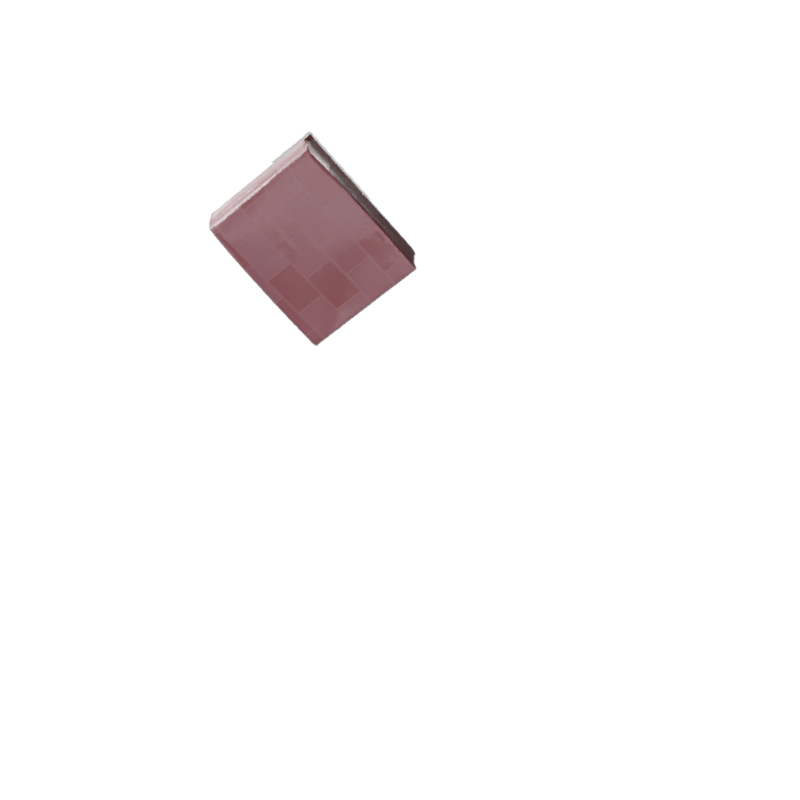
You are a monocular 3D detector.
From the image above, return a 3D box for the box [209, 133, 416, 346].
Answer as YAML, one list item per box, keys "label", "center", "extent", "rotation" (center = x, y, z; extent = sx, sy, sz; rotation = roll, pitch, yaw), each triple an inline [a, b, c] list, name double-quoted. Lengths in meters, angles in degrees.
- label: "box"
  center: [-0.058, -0.105, 0.736]
  extent: [0.089, 0.109, 0.041]
  rotation: [-38, 18, 14]
